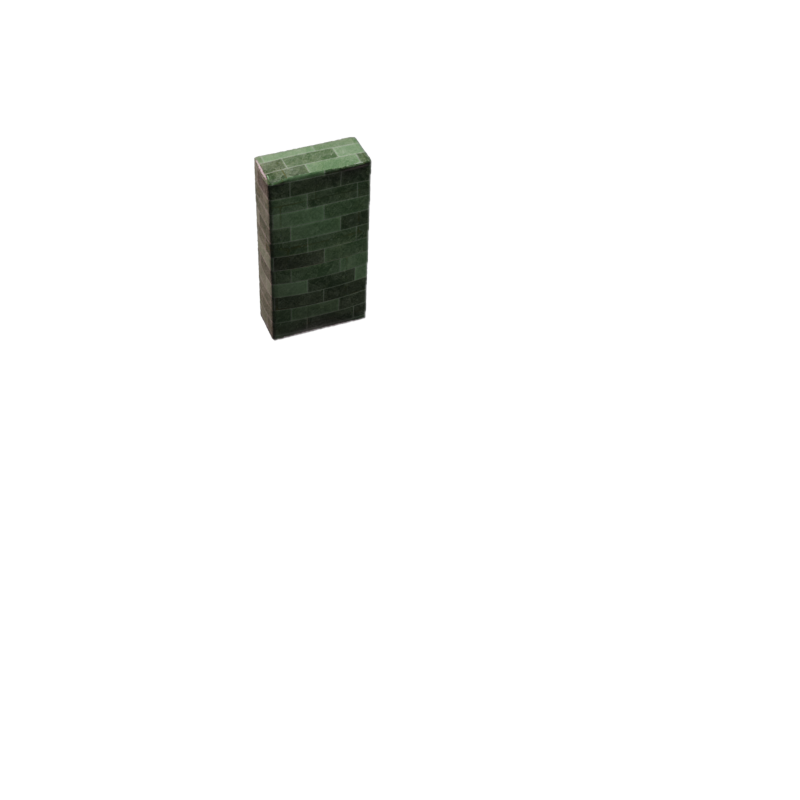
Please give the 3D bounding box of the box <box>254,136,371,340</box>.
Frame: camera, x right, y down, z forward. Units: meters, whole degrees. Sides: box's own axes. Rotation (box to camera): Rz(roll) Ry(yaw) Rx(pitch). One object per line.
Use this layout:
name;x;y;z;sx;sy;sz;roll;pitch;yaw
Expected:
box;-0.075;-0.137;0.962;0.092;0.164;0.052;-14;47;-17
